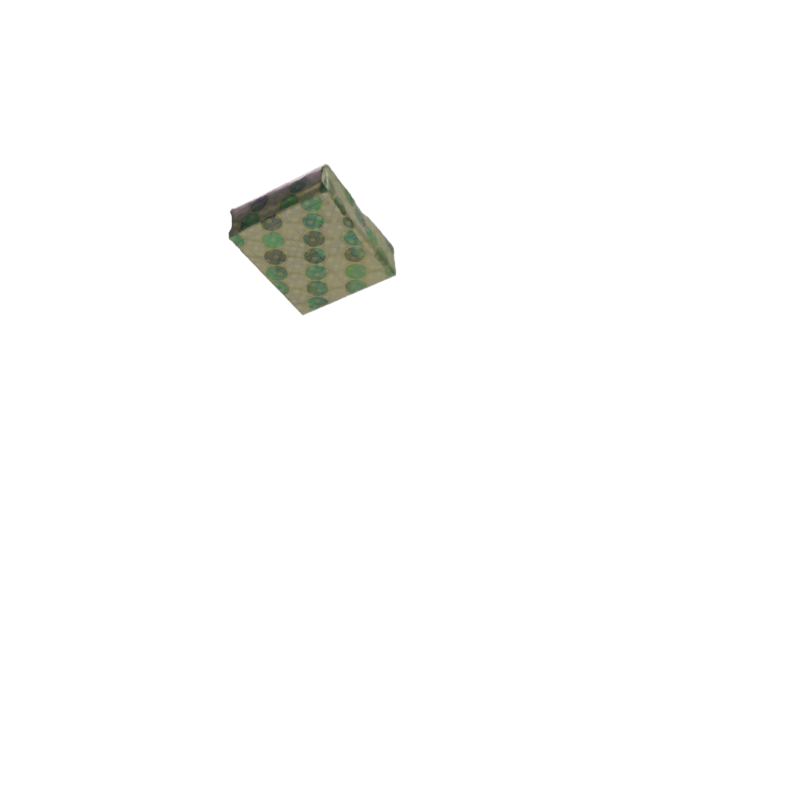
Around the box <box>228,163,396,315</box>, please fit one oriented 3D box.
[{"bbox_3d":[-0.056,-0.102,0.711,0.073,0.032,0.083,-23,-47,22],"label":"box"}]
